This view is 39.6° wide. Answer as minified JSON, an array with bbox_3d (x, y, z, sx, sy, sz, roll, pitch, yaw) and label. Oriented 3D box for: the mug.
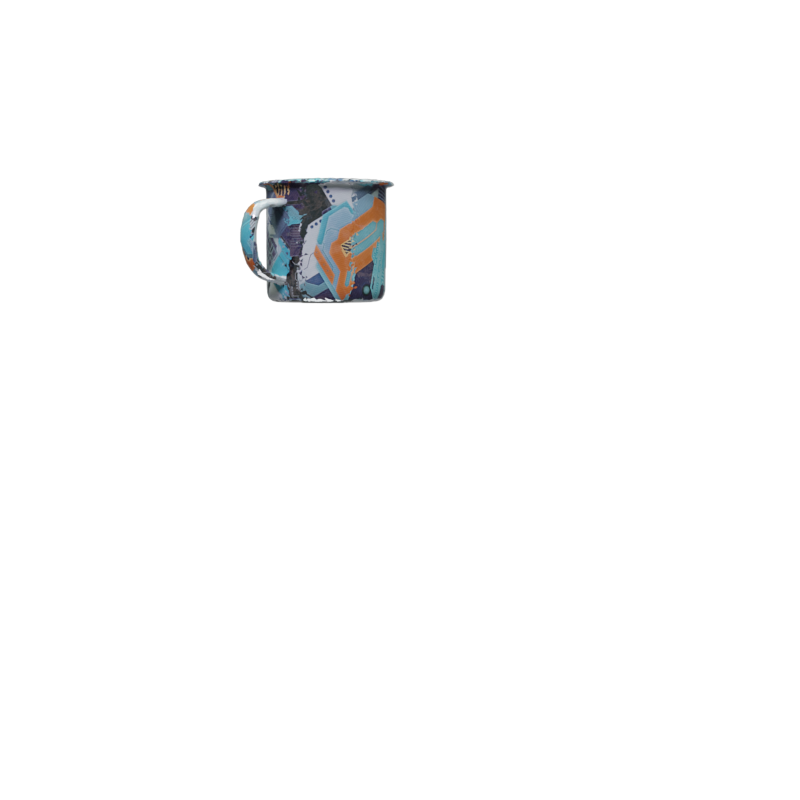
[{"bbox_3d":[-0.059,-0.107,0.752,0.097,0.081,0.113,4,6,44],"label":"mug"}]
